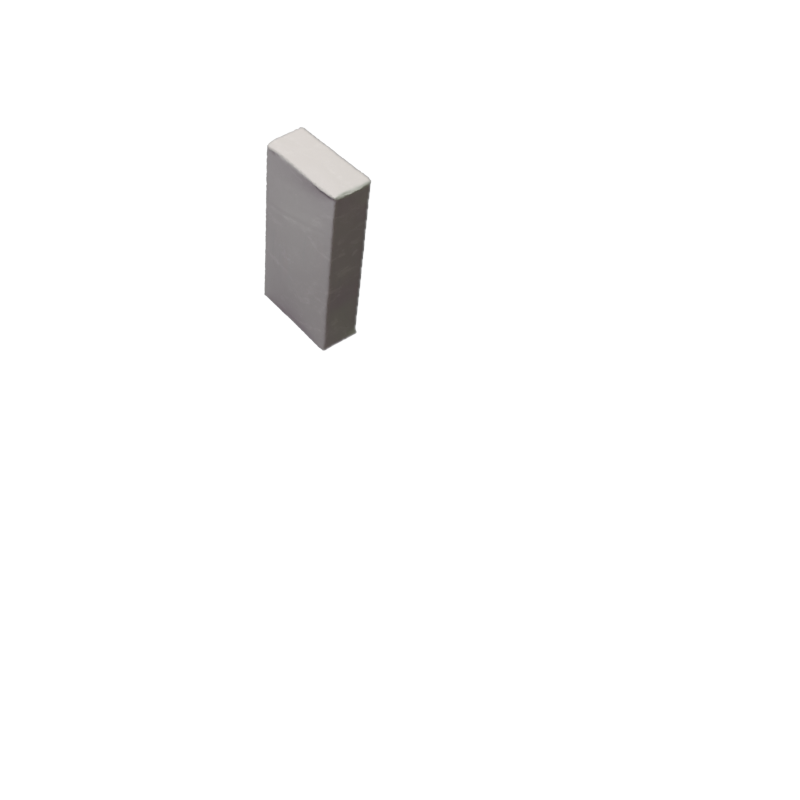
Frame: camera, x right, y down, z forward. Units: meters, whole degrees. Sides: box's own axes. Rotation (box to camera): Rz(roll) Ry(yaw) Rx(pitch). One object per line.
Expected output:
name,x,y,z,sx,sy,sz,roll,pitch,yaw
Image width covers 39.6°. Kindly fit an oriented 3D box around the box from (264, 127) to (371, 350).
box,-0.075,-0.136,0.950,0.048,0.164,0.100,-29,54,-28
